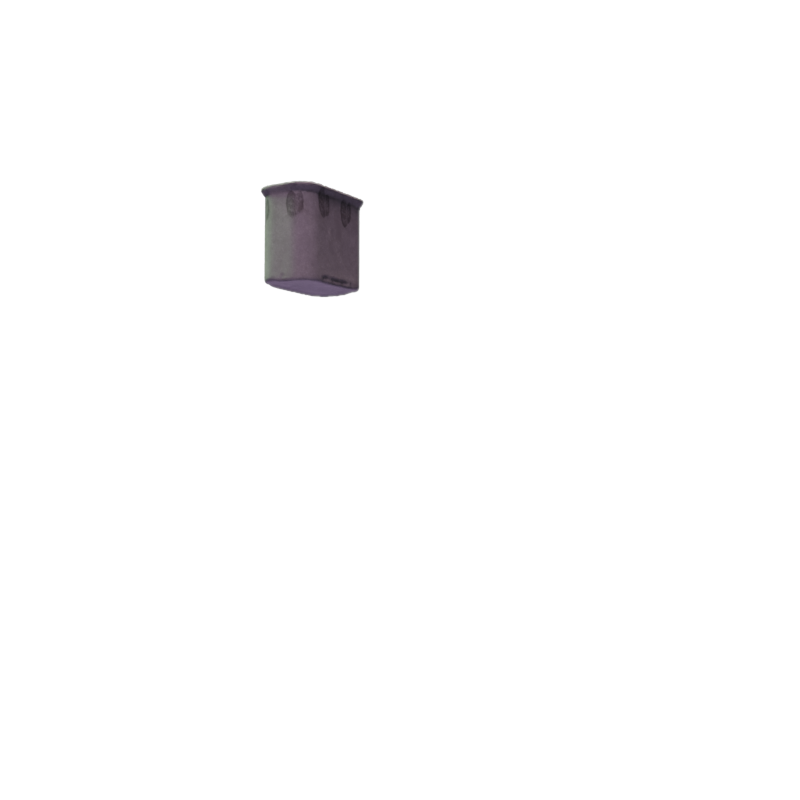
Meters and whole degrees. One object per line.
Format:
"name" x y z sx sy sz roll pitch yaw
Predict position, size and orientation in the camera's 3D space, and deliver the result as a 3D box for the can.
"can" -0.075 -0.138 0.964 0.059 0.086 0.097 -6 -8 31
